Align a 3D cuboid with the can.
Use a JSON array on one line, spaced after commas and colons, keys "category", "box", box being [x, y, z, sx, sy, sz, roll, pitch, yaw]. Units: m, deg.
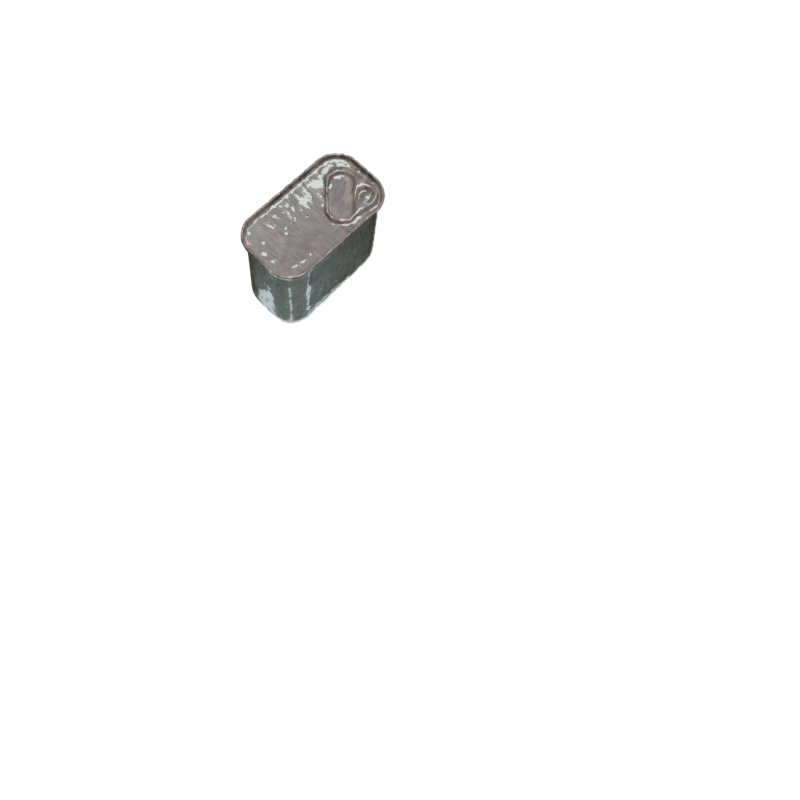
[{"category": "can", "box": [-0.061, -0.112, 0.781, 0.060, 0.103, 0.080, 42, -18, 13]}]
